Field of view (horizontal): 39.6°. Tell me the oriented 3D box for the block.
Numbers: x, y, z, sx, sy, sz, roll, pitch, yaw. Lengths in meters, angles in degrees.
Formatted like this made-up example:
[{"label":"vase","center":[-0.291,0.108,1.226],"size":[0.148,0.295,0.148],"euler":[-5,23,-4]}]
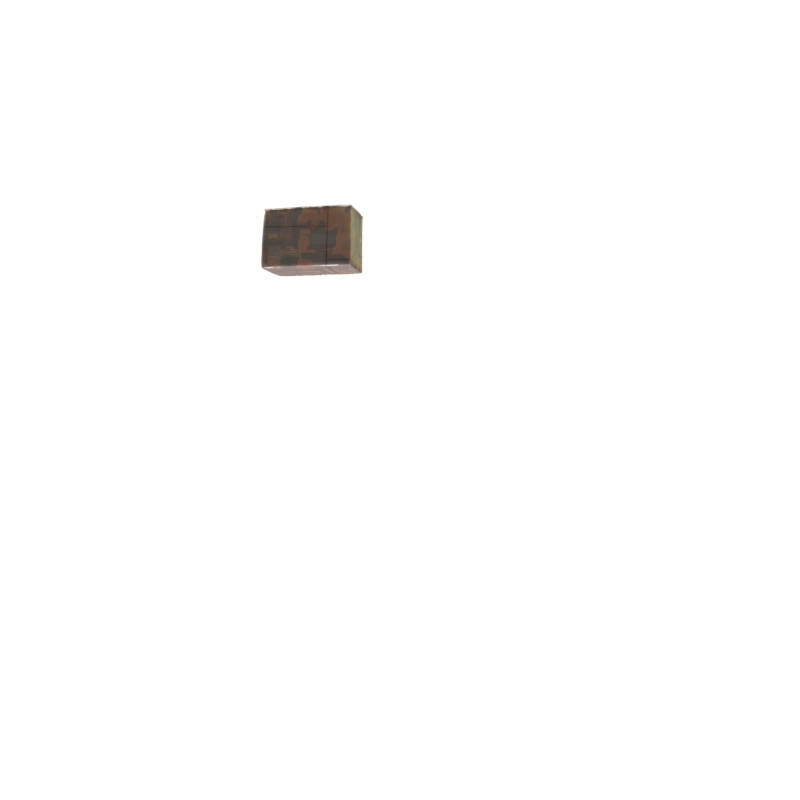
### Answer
[{"label":"block","center":[-0.074,-0.135,0.947],"size":[0.079,0.052,0.051],"euler":[-1,-6,12]}]
